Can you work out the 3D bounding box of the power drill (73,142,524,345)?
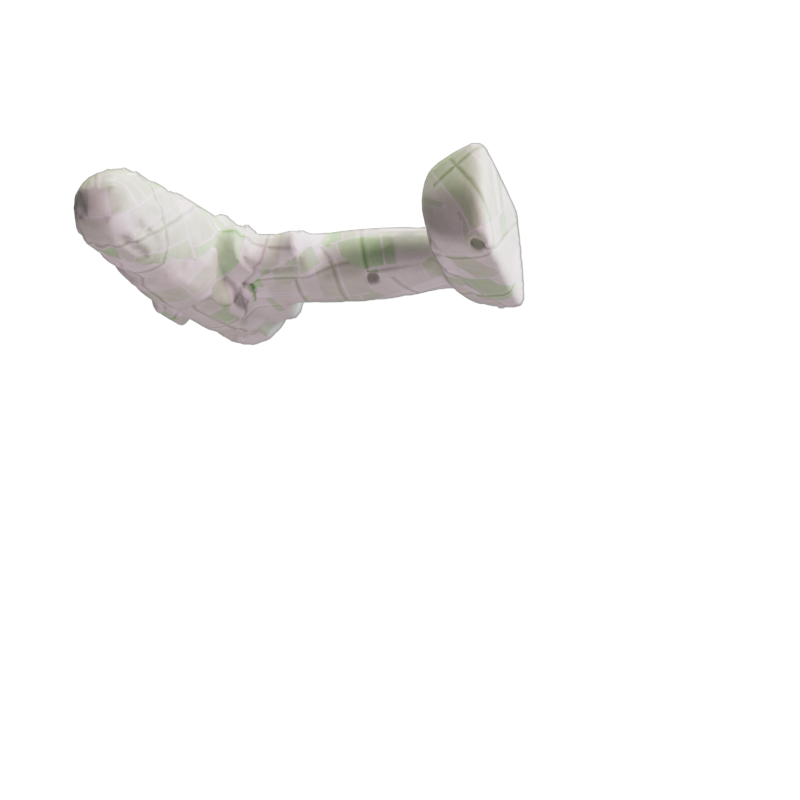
[{"bbox_3d":[-0.042,-0.077,0.541,0.191,0.060,0.174,-4,-13,18],"label":"power drill"}]
